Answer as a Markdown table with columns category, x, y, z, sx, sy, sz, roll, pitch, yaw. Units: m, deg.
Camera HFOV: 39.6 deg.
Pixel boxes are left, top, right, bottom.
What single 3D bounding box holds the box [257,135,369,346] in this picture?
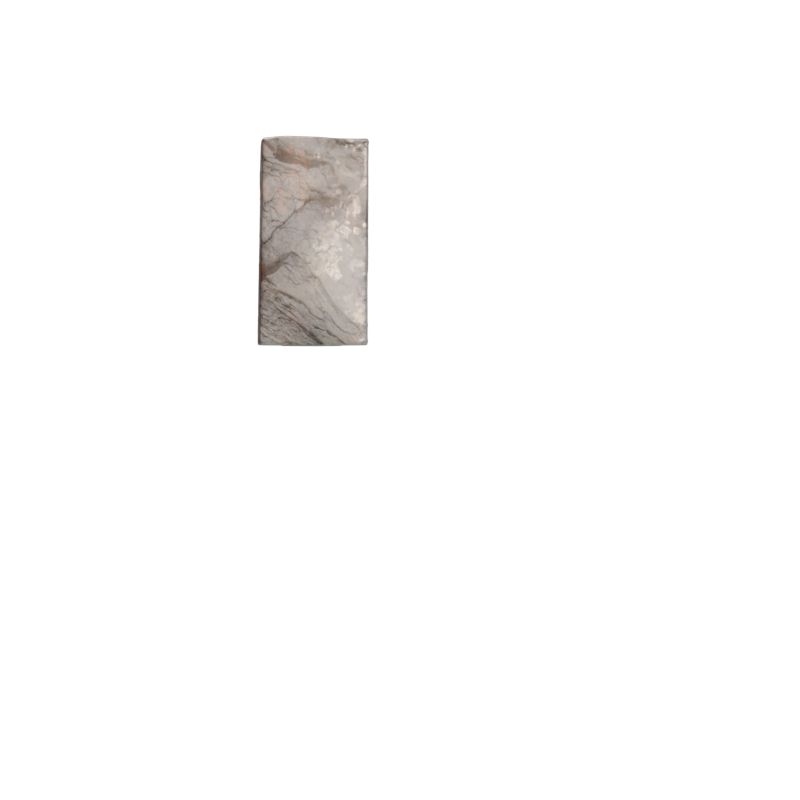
| category | x | y | z | sx | sy | sz | roll | pitch | yaw |
| --- | --- | --- | --- | --- | --- | --- | --- | --- | --- |
| box | -0.074 | -0.134 | 0.941 | 0.093 | 0.178 | 0.048 | 0 | -4 | -6 |
